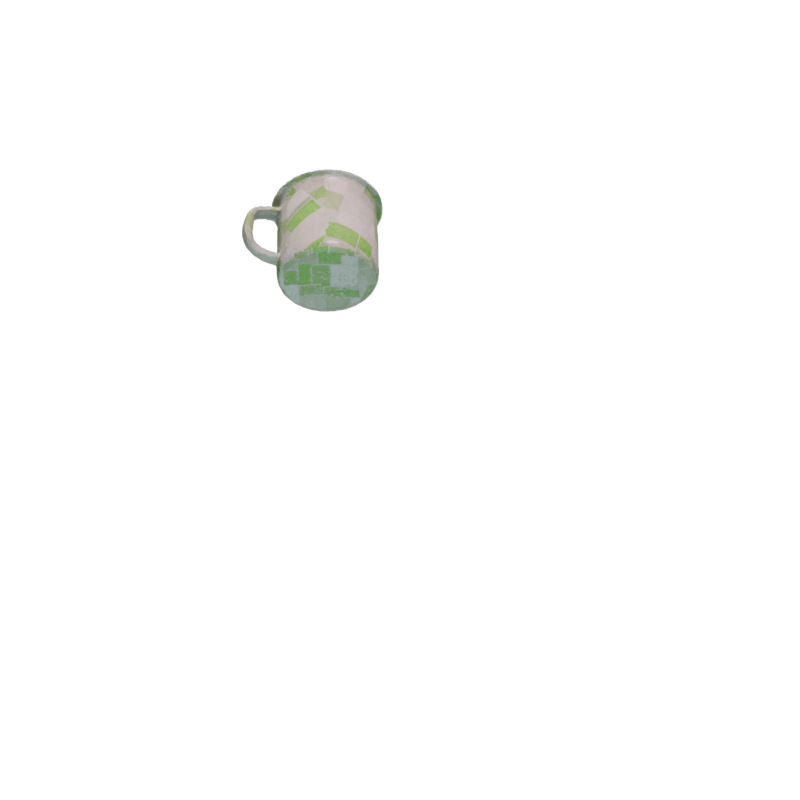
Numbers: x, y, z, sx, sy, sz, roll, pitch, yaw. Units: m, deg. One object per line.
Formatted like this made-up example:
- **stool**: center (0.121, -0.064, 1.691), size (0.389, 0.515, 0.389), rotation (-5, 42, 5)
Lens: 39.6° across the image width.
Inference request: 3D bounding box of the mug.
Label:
- **mug**: center (-0.070, -0.128, 0.899), size (0.114, 0.087, 0.089), rotation (10, -41, -14)
